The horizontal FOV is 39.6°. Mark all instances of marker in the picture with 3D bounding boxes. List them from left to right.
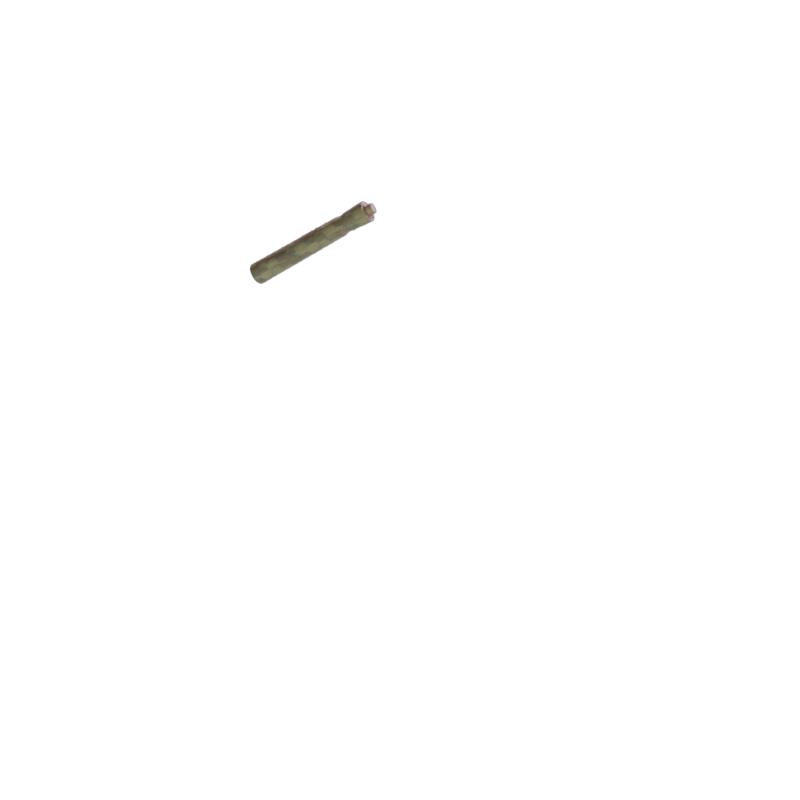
[{"bbox_3d":[-0.071,-0.129,0.907,0.121,0.020,0.019,-26,-7,24],"label":"marker"}]
